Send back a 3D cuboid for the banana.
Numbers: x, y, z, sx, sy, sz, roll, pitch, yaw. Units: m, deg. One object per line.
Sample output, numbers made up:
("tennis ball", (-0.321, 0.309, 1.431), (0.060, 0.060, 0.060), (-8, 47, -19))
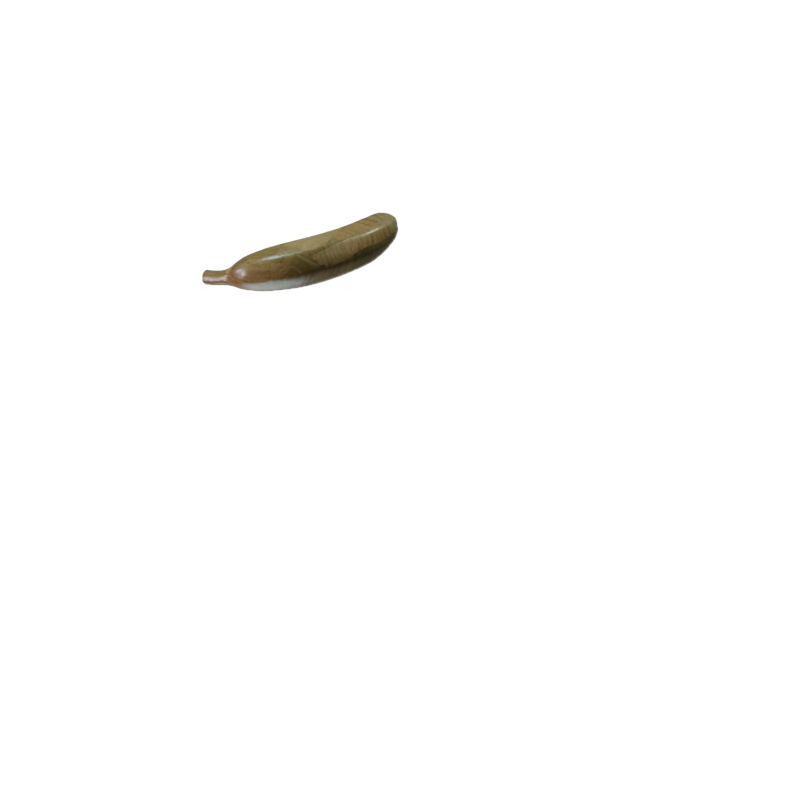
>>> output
("banana", (-0.064, -0.125, 0.917), (0.195, 0.035, 0.074), (-21, 33, -34))
